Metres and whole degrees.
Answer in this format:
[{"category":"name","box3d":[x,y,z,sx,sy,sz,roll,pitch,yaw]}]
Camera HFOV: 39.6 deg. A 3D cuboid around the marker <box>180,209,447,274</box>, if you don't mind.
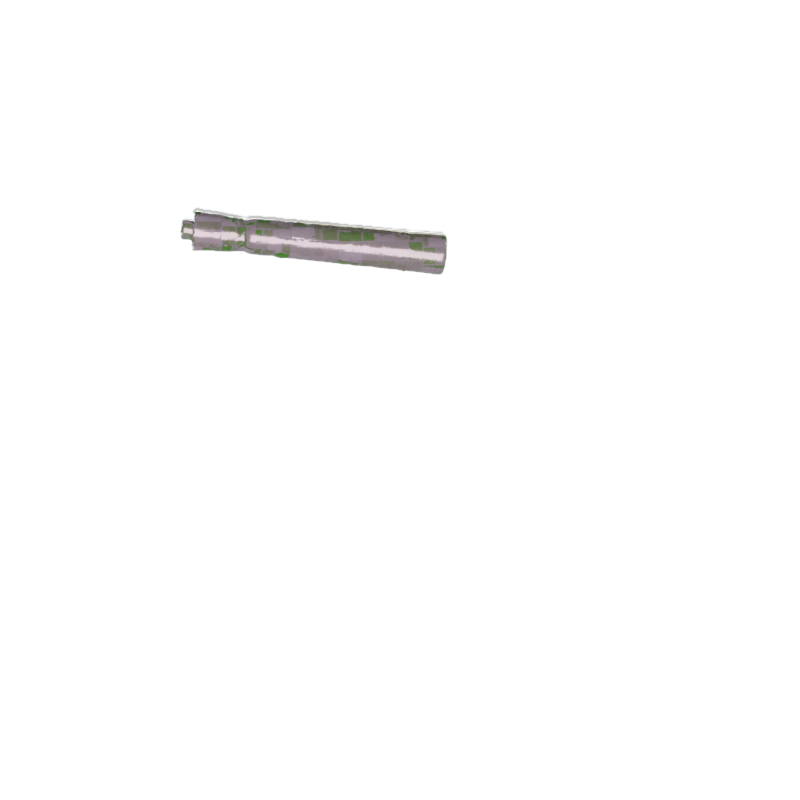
[{"category":"marker","box3d":[-0.040,-0.073,0.508,0.120,0.020,0.020,5,4,-2]}]
